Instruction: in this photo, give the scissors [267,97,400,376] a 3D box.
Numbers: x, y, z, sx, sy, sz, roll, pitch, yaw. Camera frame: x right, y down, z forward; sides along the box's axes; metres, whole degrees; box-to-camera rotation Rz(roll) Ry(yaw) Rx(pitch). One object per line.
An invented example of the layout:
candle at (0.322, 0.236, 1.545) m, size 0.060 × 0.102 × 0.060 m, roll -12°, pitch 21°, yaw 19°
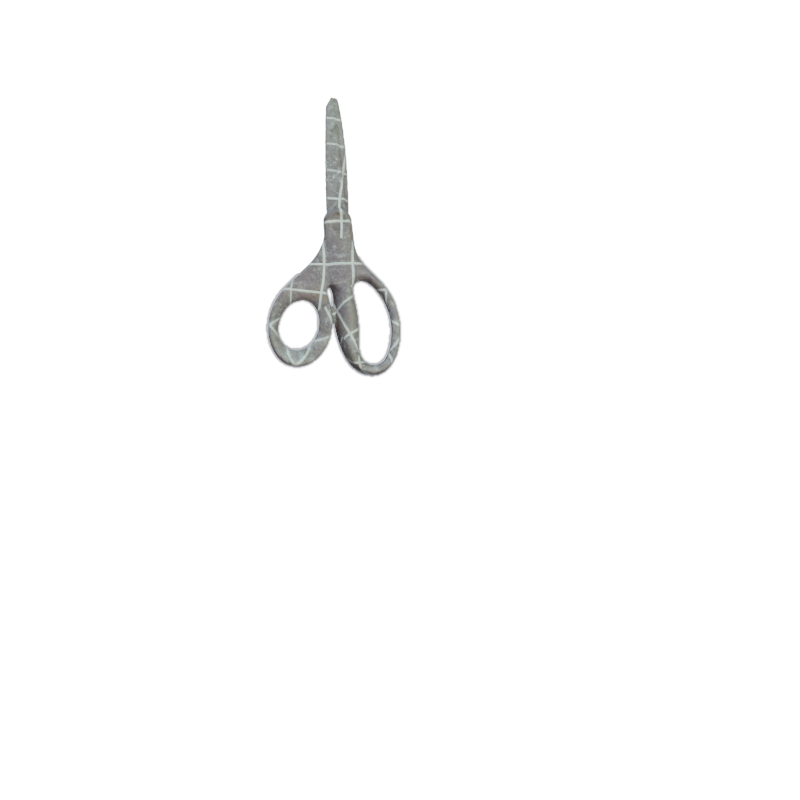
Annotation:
scissors at (-0.059, -0.108, 0.755) m, size 0.096 × 0.212 × 0.015 m, roll -17°, pitch -19°, yaw -6°
